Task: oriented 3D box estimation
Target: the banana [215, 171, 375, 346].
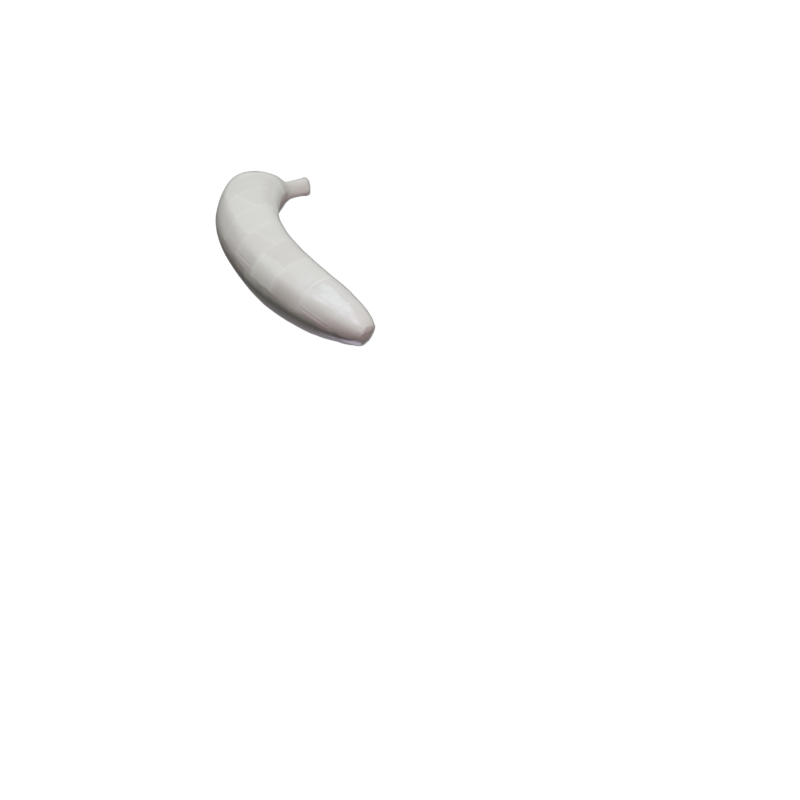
[{"bbox_3d":[-0.069,-0.091,0.636,0.069,0.034,0.213,-7,35,-11],"label":"banana"}]
